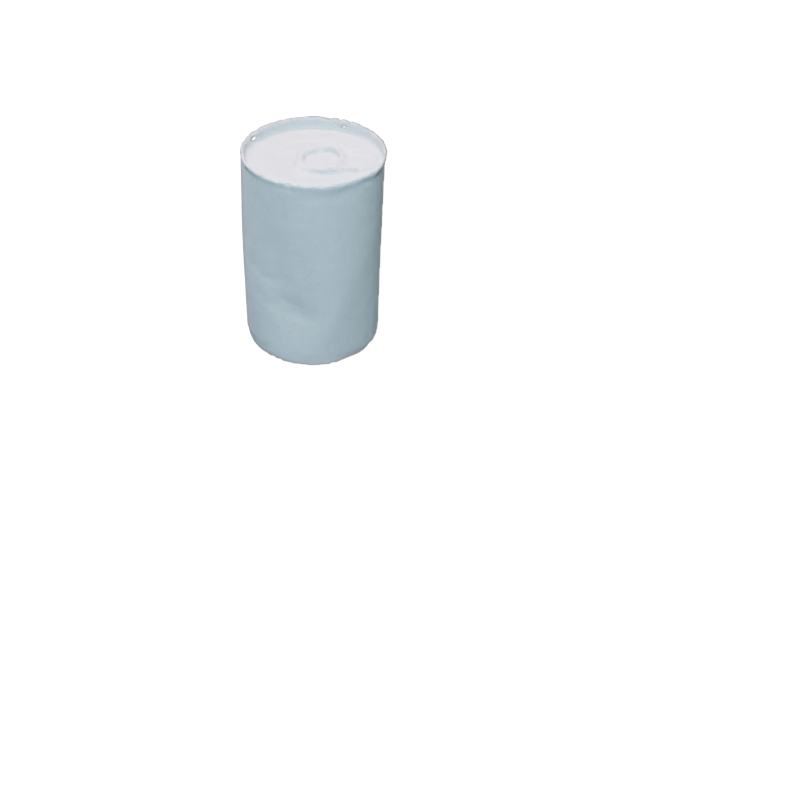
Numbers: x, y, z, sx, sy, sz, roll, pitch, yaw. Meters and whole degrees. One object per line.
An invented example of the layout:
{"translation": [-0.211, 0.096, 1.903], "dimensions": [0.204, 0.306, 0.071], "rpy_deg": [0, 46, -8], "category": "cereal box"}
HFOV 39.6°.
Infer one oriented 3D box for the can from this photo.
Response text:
{"translation": [-0.042, -0.077, 0.537], "dimensions": [0.068, 0.096, 0.073], "rpy_deg": [0, 36, -3], "category": "can"}
